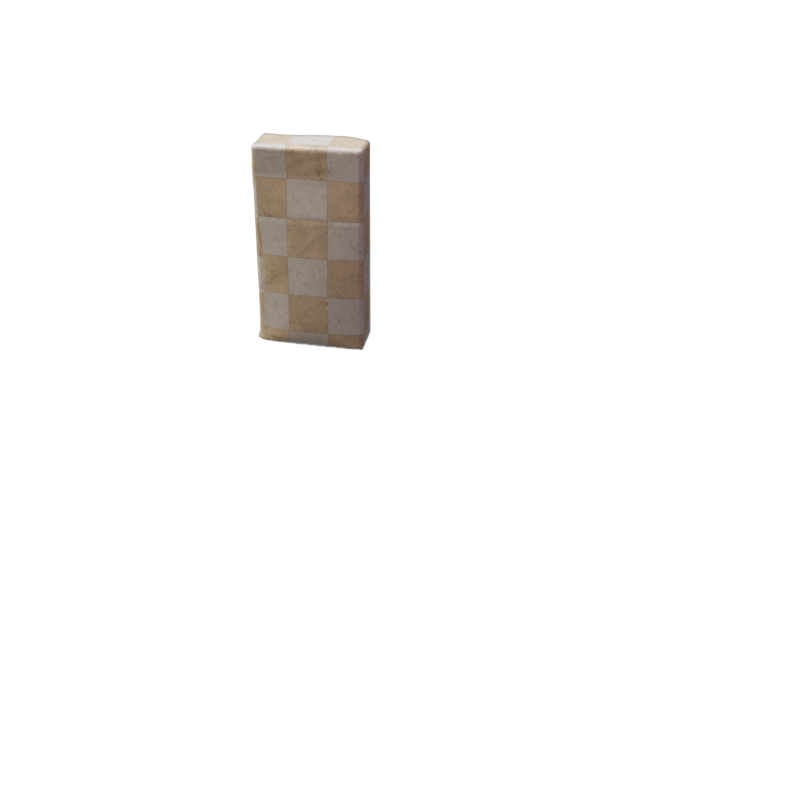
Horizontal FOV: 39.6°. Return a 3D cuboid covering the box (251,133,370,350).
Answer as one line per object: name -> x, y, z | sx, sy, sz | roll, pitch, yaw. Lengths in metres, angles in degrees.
box -> -0.072, -0.132, 0.923 | 0.095, 0.168, 0.049 | 6, 22, 11
